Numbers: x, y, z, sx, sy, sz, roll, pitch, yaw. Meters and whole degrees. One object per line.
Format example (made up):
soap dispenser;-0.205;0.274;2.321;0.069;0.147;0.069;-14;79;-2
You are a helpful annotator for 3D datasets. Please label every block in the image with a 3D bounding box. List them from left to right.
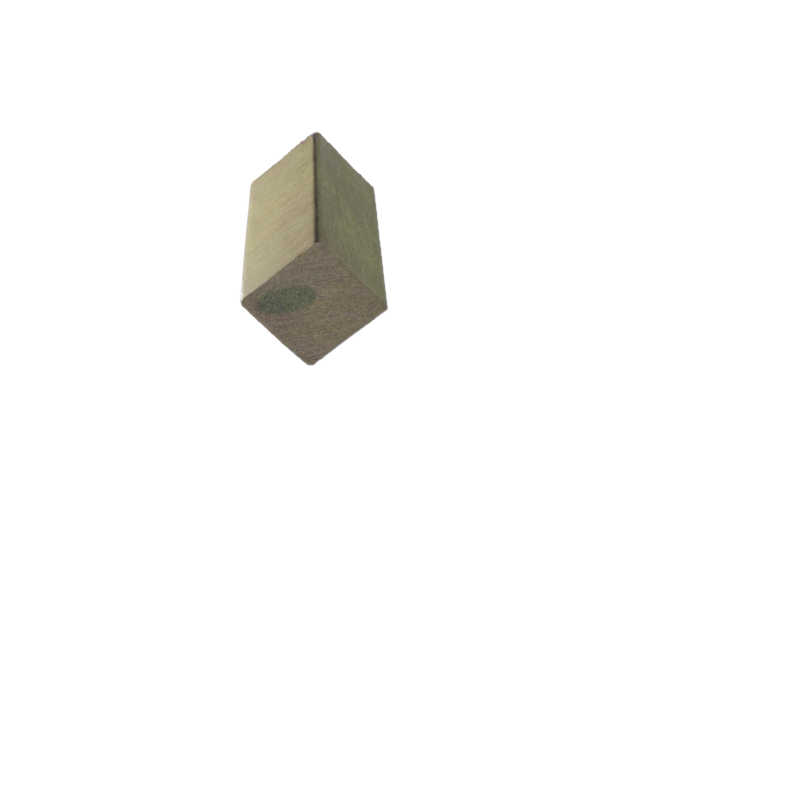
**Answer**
block;-0.078;-0.141;0.987;0.090;0.085;0.220;-36;30;20
